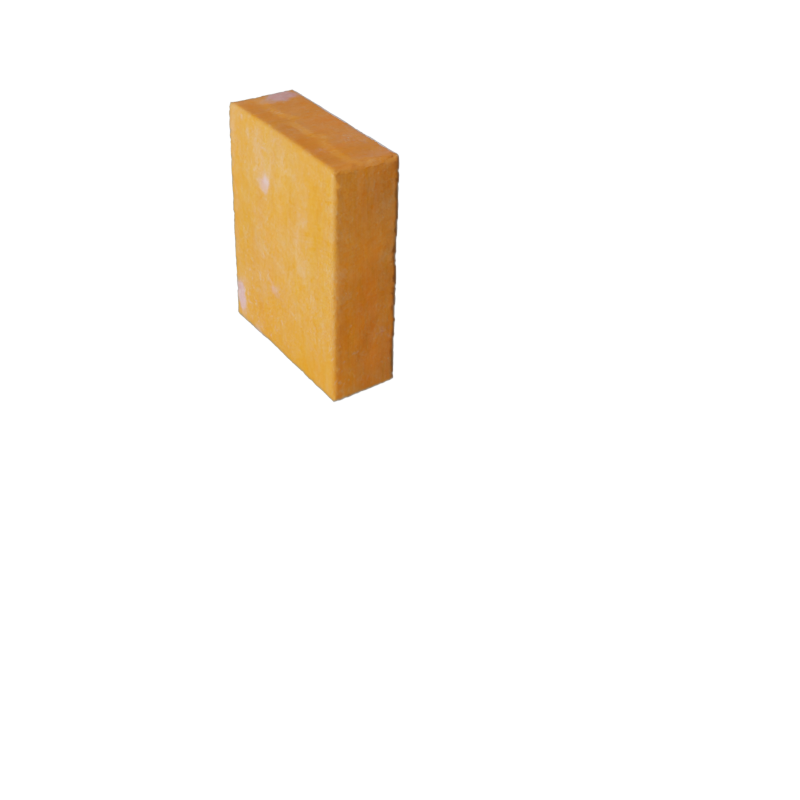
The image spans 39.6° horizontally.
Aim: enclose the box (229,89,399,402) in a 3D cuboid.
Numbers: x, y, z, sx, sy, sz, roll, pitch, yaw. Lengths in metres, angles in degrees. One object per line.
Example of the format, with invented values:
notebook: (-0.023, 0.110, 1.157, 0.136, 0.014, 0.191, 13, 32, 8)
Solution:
box: (-0.073, -0.133, 0.934, 0.071, 0.201, 0.177, -18, 38, -29)
